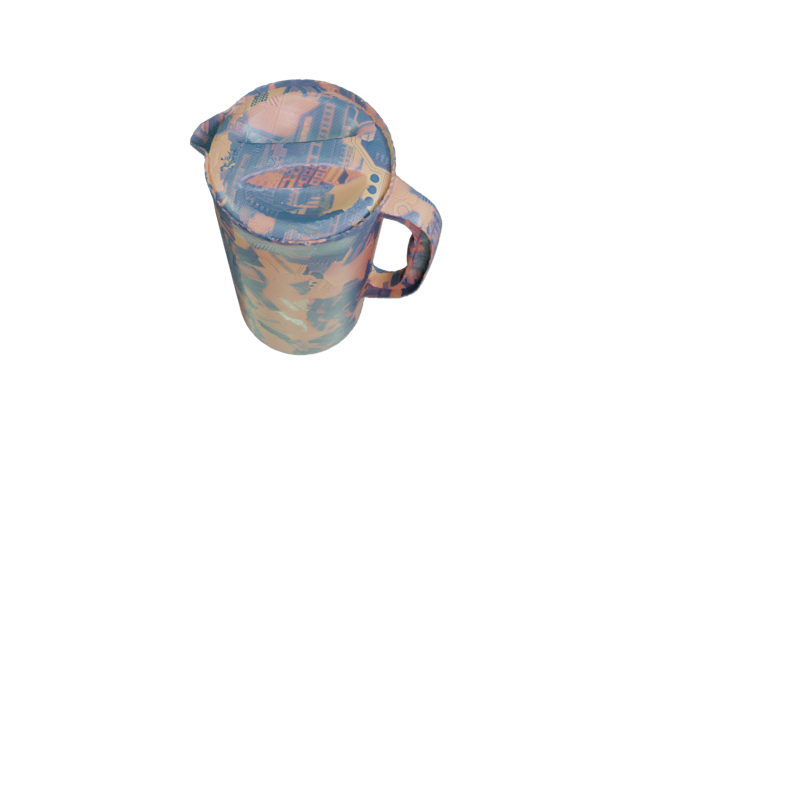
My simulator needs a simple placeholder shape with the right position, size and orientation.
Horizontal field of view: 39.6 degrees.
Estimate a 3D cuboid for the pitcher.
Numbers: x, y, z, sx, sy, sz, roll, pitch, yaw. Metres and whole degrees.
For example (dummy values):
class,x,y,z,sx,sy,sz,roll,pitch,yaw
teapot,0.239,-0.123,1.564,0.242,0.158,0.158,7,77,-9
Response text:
class,x,y,z,sx,sy,sz,roll,pitch,yaw
pitcher,-0.067,-0.123,0.859,0.144,0.158,0.230,-22,-20,-12
